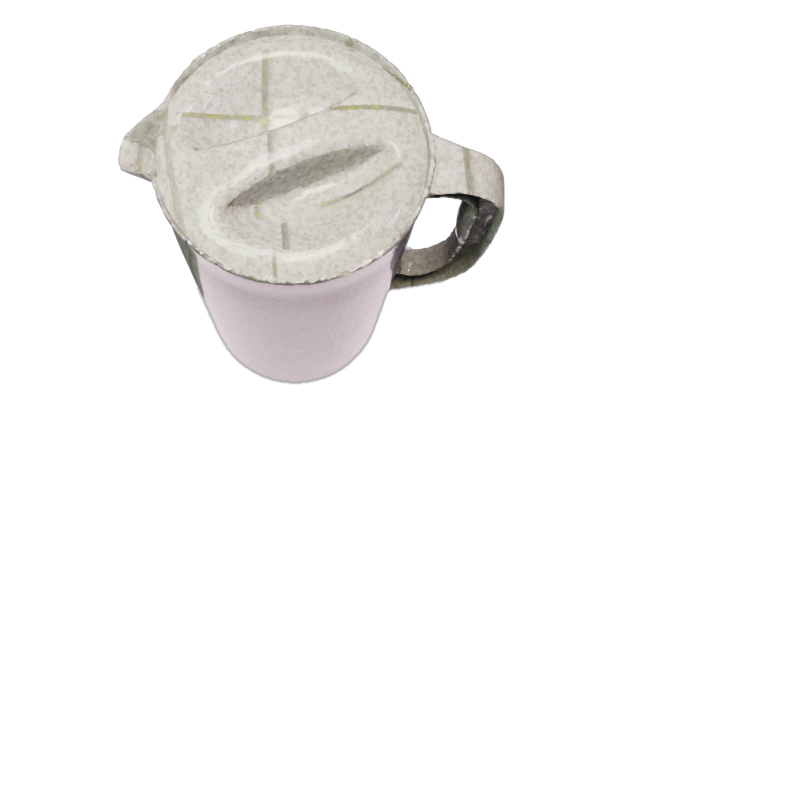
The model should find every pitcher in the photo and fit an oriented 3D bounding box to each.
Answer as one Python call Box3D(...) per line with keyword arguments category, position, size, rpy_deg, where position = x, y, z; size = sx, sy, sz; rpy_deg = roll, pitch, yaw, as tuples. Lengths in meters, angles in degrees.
Box3D(category="pitcher", position=(-0.048, -0.088, 0.618), size=(0.146, 0.154, 0.233), rpy_deg=(-41, -10, -13))
